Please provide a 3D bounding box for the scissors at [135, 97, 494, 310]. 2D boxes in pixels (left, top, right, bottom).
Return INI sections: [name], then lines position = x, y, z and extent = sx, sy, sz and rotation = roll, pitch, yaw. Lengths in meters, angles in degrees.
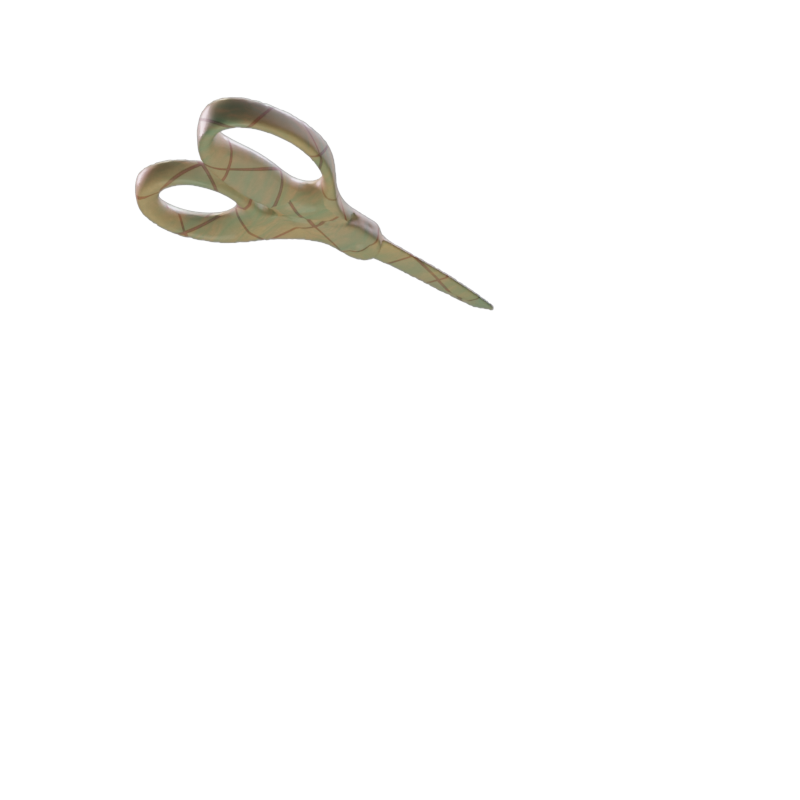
[scissors]
position = -0.039, -0.072, 0.503
extent = 0.098, 0.017, 0.187
rotation = -13, -28, 25
